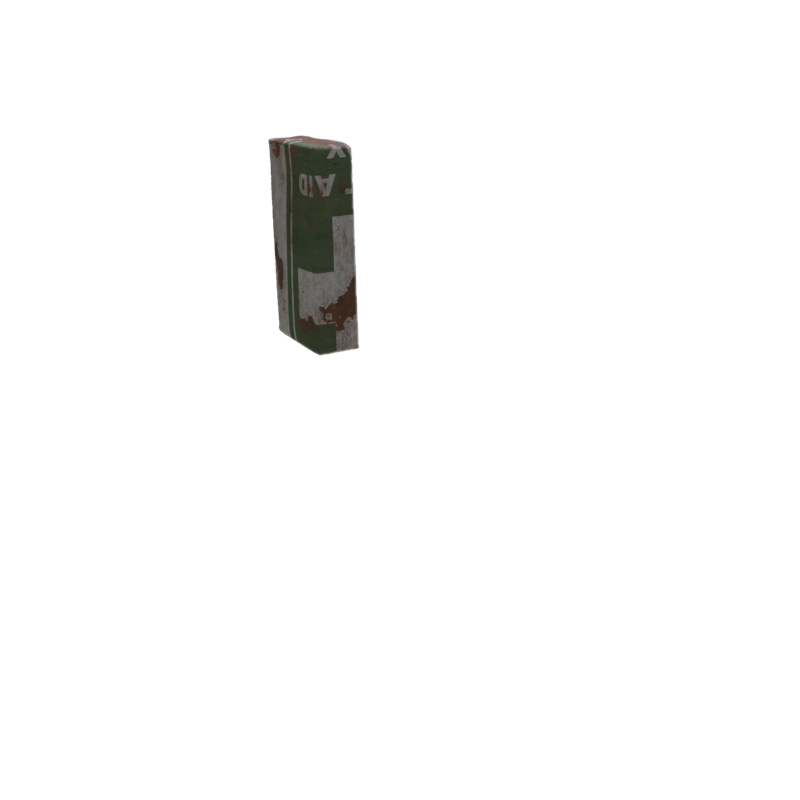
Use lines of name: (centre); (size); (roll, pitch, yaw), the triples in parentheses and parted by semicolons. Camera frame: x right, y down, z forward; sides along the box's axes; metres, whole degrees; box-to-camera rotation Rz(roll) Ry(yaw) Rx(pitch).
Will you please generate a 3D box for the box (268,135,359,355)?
box: (-0.075, -0.137, 0.957); (0.047, 0.171, 0.099); (-5, 14, -27)
